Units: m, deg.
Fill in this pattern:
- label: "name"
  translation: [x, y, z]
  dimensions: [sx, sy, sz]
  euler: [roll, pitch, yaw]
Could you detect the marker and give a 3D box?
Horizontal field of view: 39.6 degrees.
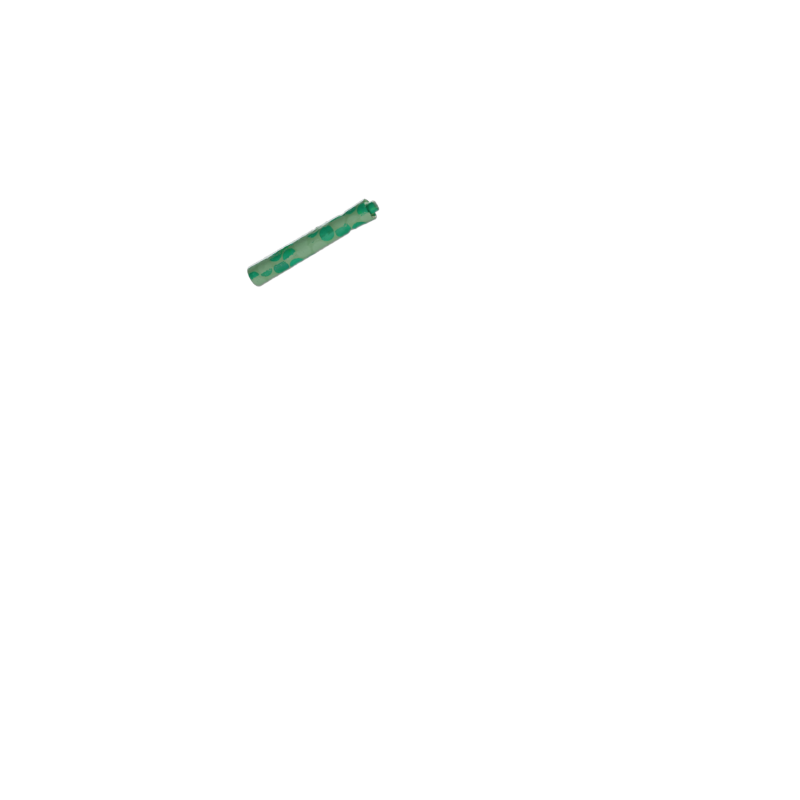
- label: "marker"
  translation: [-0.069, -0.126, 0.886]
  dimensions: [0.121, 0.020, 0.019]
  euler: [-27, -6, 20]
